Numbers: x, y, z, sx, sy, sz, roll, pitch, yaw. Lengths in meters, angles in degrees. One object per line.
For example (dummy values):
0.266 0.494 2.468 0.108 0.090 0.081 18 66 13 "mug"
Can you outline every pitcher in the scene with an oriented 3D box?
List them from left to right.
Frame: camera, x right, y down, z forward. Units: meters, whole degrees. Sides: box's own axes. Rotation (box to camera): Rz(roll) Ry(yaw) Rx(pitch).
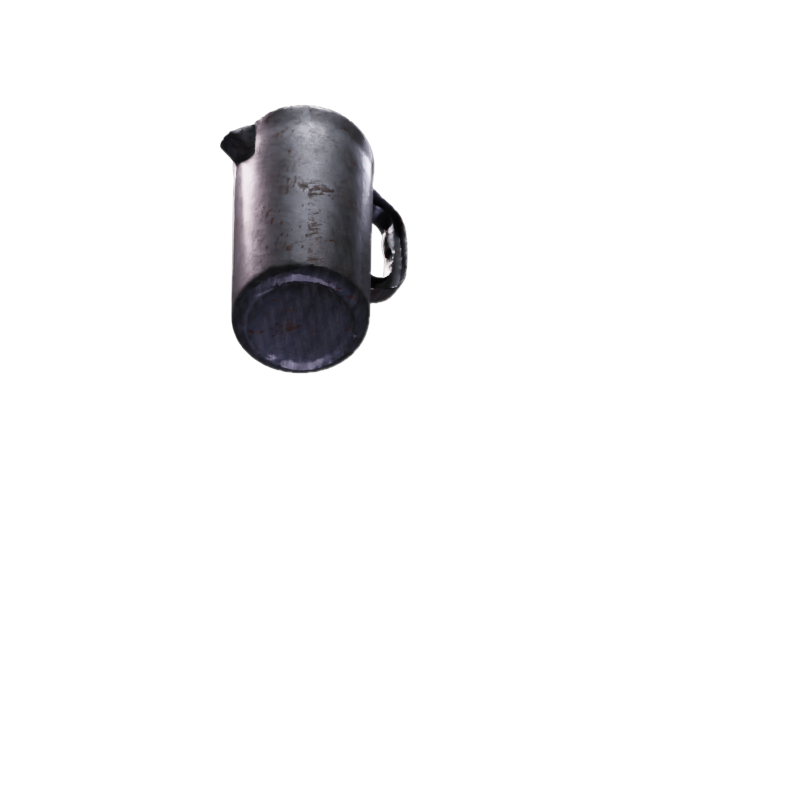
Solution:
-0.075 -0.136 0.952 0.150 0.134 0.261 -11 40 6 "pitcher"
